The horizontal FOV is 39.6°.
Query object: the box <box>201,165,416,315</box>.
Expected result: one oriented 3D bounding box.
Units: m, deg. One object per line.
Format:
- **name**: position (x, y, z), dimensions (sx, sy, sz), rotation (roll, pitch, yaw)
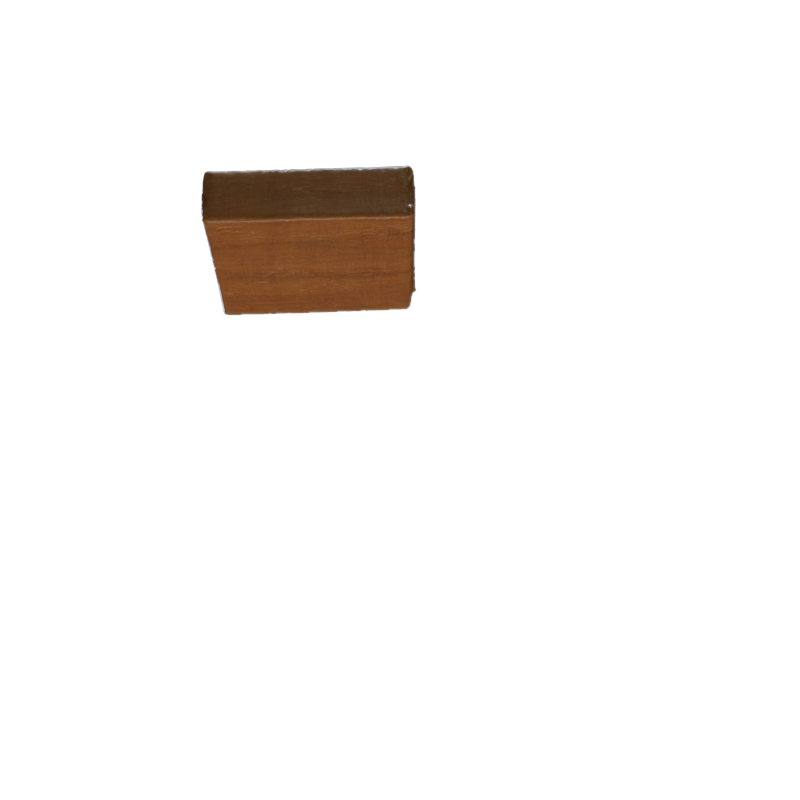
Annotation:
- **box**: position (-0.038, -0.069, 0.485), dimensions (0.089, 0.032, 0.068), rotation (-1, -31, 2)
